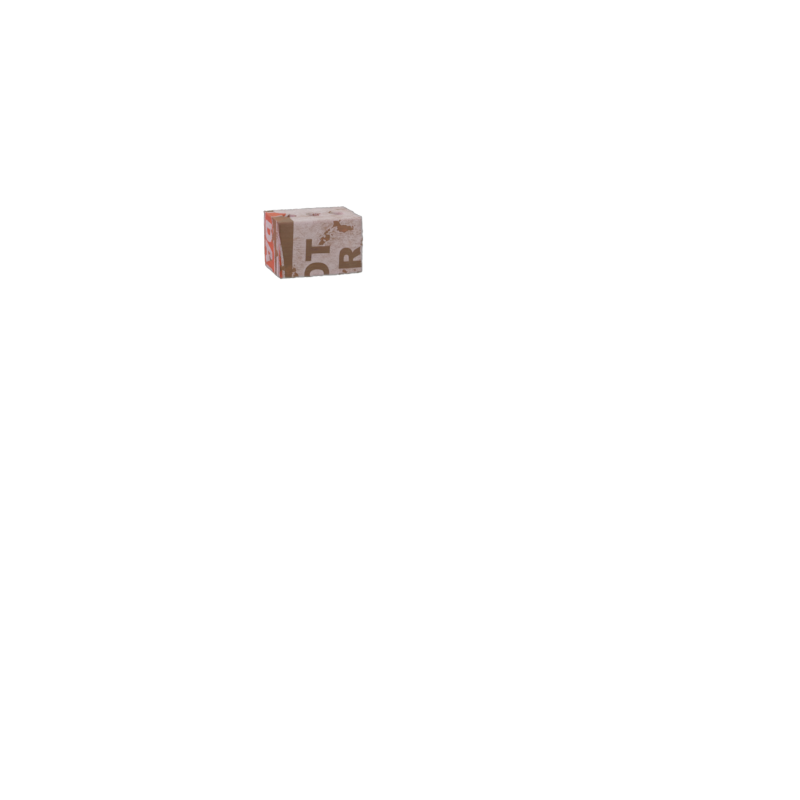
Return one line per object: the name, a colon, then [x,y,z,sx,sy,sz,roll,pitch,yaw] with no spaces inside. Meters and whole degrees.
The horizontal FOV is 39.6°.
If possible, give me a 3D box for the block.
block: [-0.076,-0.139,0.973,0.076,0.050,0.056,-6,18,-18]
